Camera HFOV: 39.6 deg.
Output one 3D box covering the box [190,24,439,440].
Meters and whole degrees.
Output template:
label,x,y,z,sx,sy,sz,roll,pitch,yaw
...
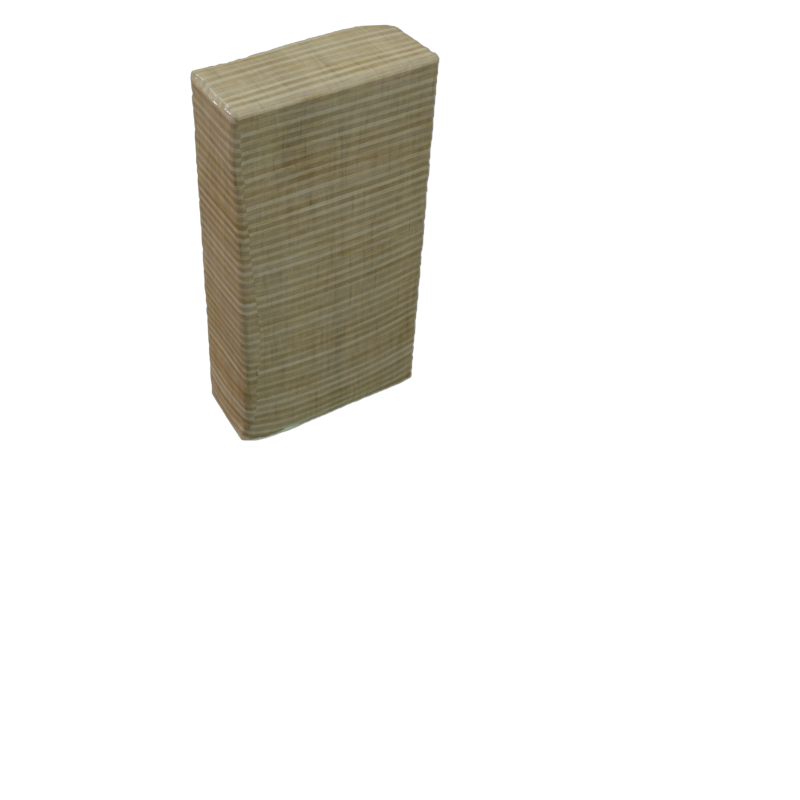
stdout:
label,x,y,z,sx,sy,sz,roll,pitch,yaw
box,-0.037,-0.068,0.478,0.092,0.165,0.052,-21,44,-26
